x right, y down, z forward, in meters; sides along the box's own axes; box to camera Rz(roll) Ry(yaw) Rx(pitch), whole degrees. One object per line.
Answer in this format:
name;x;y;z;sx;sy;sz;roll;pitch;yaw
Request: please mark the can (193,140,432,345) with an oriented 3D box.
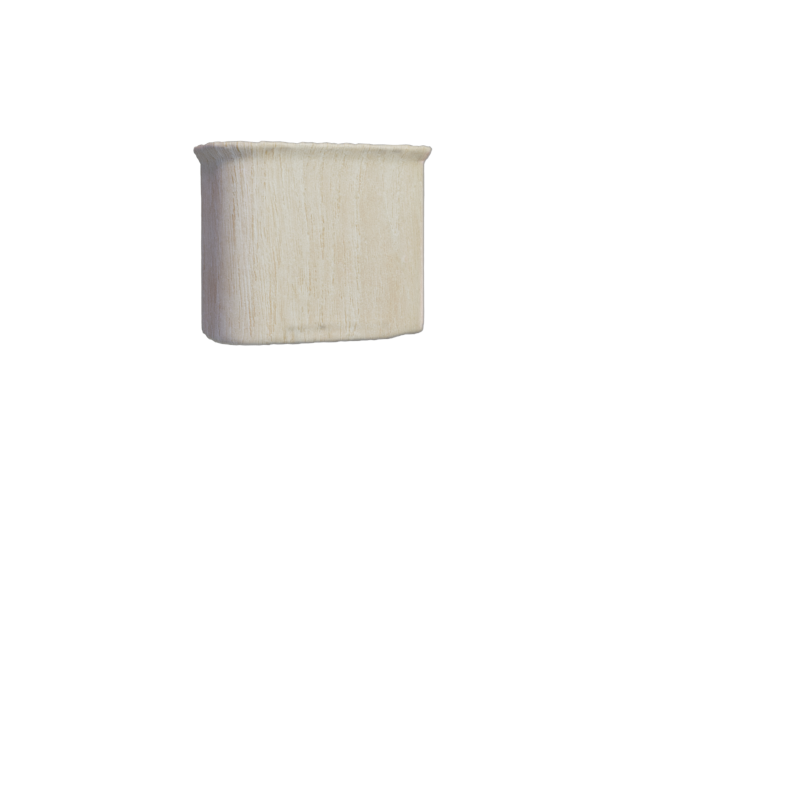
can;-0.038;-0.069;0.486;0.099;0.083;0.059;-2;4;-23
